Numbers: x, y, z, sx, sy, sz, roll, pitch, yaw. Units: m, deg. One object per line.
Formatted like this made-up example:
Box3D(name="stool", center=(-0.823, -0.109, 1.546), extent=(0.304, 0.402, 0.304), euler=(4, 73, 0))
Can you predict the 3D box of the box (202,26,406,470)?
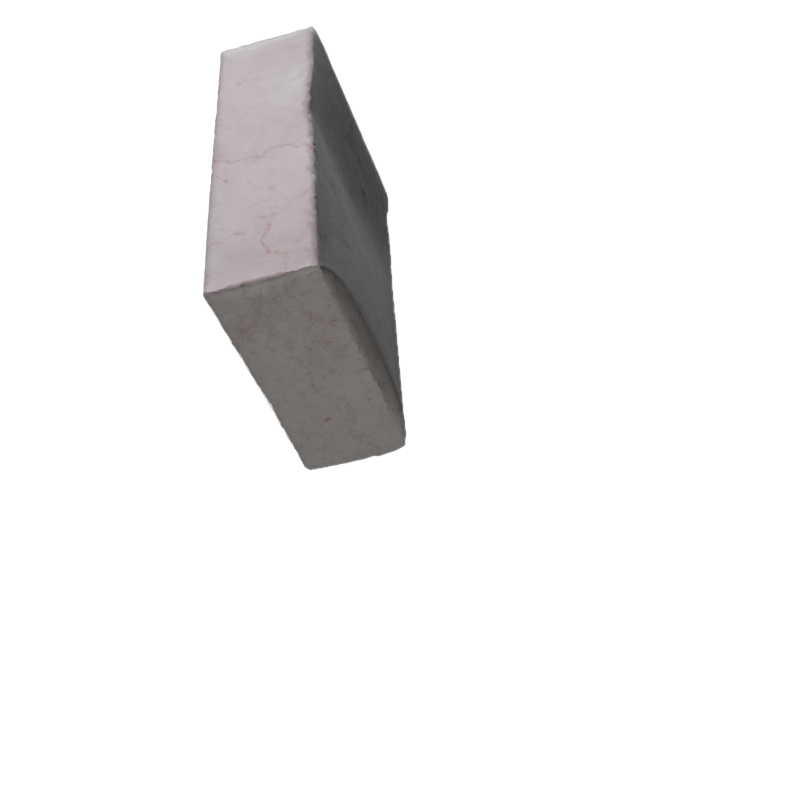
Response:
Box3D(name="box", center=(-0.052, -0.095, 0.666), extent=(0.072, 0.230, 0.151), euler=(-14, -43, 11))
